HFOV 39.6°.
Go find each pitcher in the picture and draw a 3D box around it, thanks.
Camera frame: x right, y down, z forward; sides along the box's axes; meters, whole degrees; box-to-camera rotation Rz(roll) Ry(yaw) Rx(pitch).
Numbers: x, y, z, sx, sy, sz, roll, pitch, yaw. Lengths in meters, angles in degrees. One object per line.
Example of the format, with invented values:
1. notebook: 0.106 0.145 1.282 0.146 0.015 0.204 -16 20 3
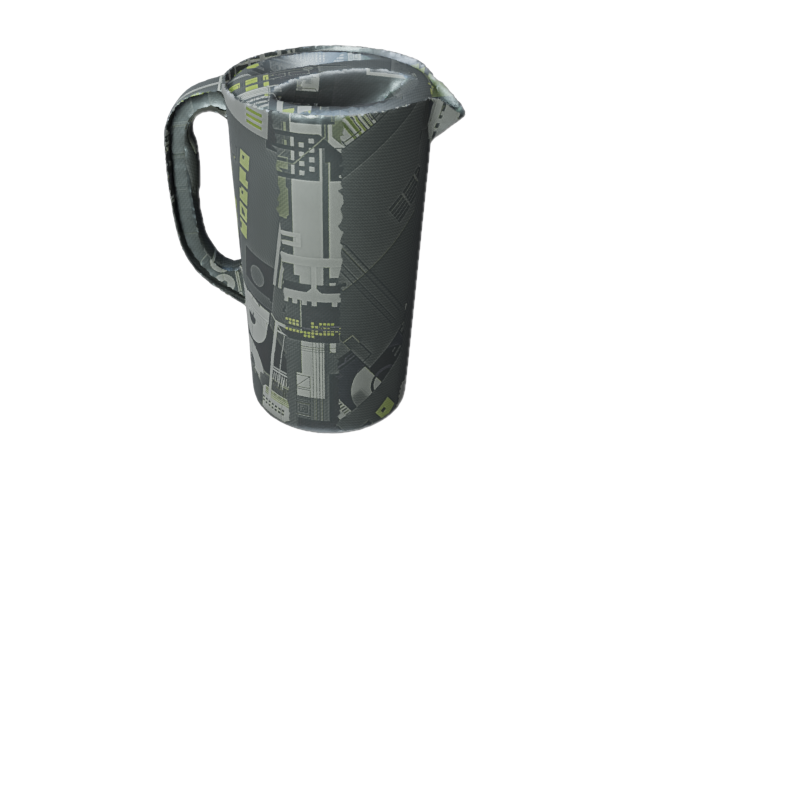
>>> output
1. pitcher: -0.057 -0.105 0.733 0.143 0.229 0.160 -22 38 -35
